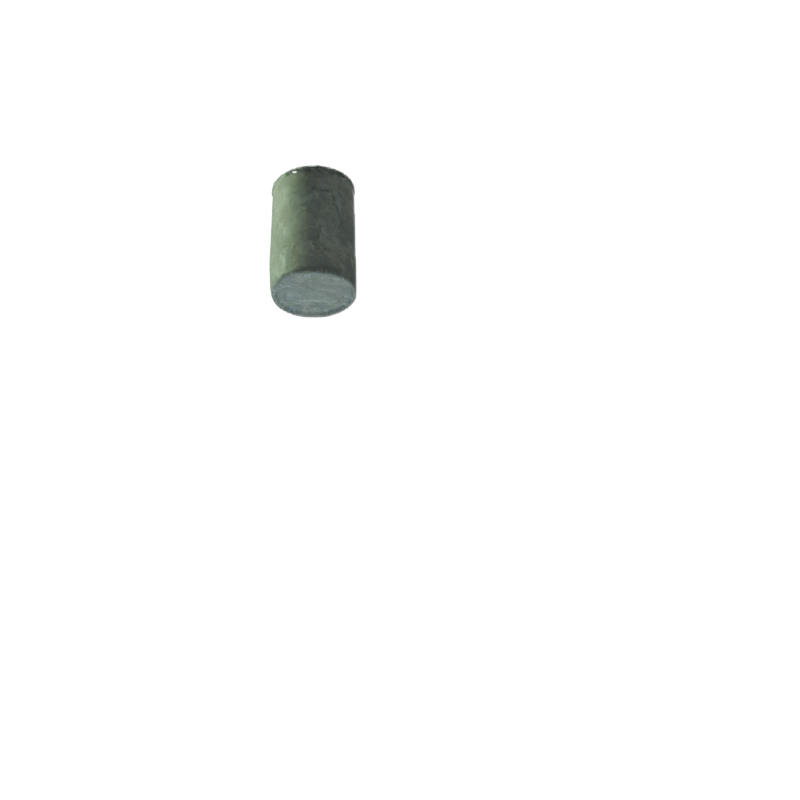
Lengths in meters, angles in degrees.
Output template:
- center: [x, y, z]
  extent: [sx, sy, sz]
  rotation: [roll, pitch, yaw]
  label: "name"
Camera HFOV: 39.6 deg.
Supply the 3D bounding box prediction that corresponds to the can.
- center: [-0.069, -0.125, 0.876]
  extent: [0.068, 0.109, 0.064]
  rotation: [-1, -32, -2]
  label: "can"
